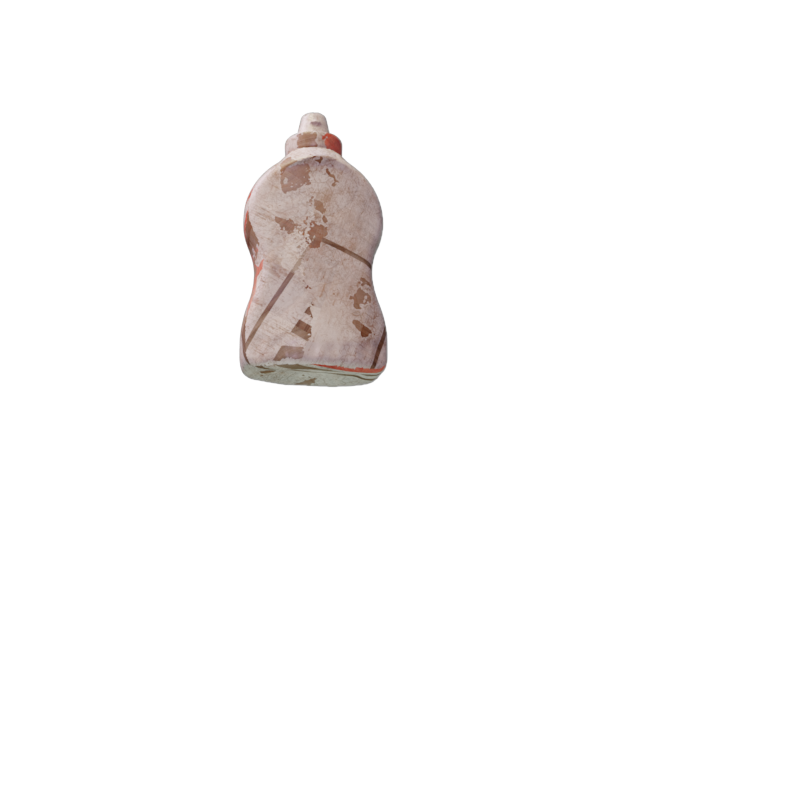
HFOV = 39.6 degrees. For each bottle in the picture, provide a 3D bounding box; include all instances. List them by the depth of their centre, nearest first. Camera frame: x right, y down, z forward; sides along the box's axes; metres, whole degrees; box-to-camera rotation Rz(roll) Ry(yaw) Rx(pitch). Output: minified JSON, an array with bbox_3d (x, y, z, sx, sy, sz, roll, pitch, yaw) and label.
[{"bbox_3d":[-0.059,-0.109,0.759,0.095,0.201,0.056,2,-21,-10],"label":"bottle"}]
